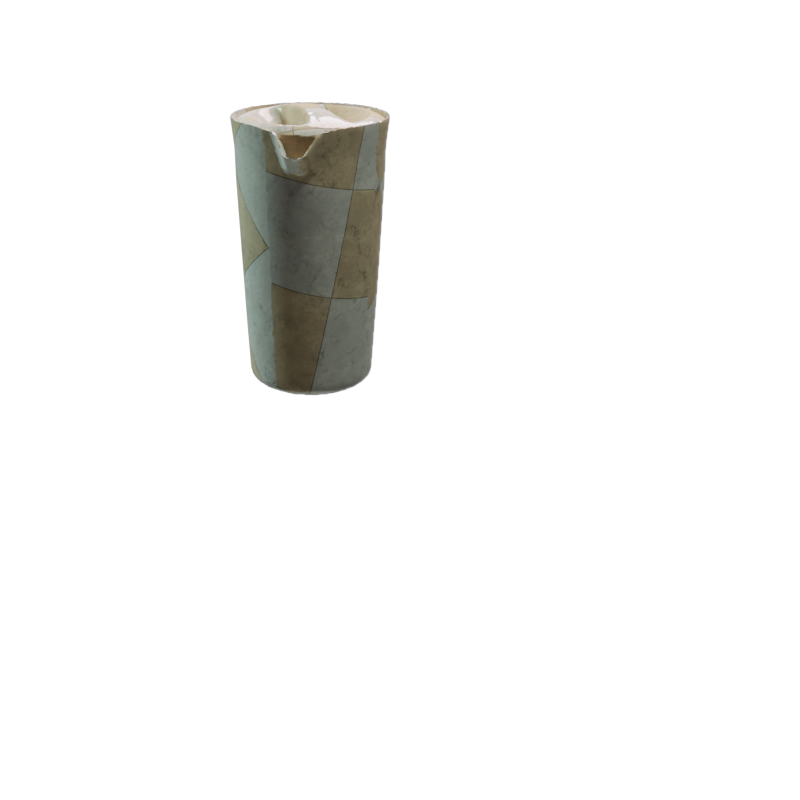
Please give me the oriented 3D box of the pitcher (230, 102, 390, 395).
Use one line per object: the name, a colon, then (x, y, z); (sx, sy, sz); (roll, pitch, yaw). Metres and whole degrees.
pitcher: (-0.076, -0.138, 0.970); (0.146, 0.233, 0.154); (-15, 25, -37)
